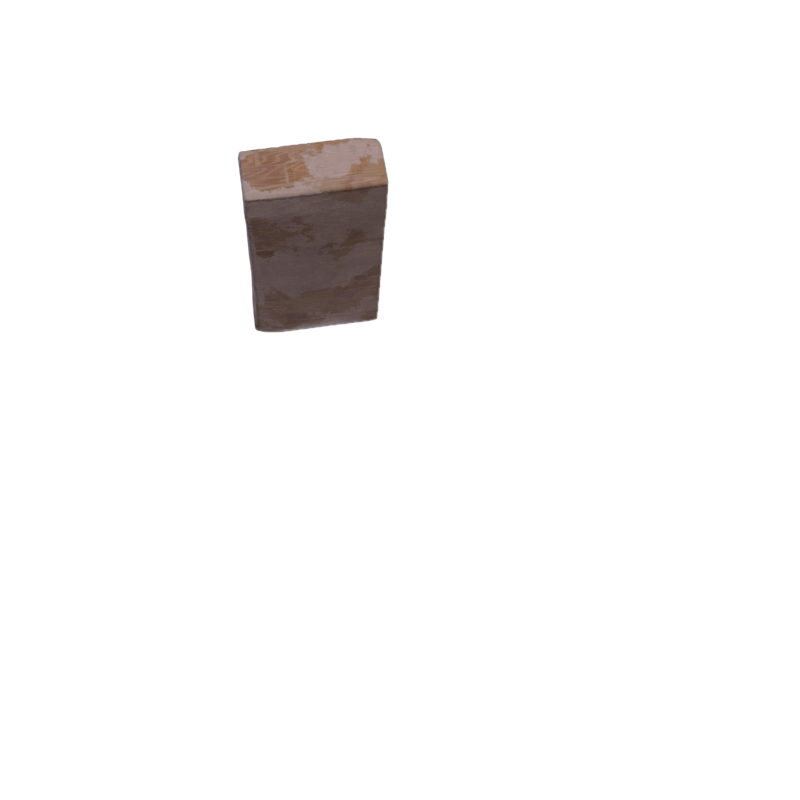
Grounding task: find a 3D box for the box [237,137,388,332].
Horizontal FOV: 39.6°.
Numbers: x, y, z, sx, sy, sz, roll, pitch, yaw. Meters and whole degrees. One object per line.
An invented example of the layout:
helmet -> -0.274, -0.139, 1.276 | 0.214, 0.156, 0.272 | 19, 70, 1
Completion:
box -> -0.060, -0.109, 0.762 | 0.093, 0.051, 0.165 | -6, -29, -7
